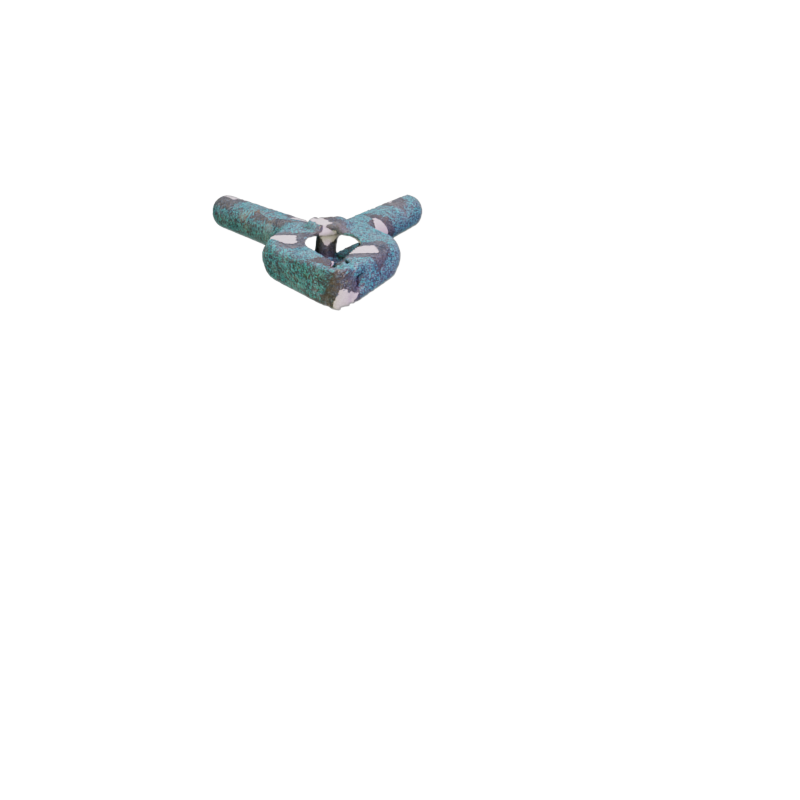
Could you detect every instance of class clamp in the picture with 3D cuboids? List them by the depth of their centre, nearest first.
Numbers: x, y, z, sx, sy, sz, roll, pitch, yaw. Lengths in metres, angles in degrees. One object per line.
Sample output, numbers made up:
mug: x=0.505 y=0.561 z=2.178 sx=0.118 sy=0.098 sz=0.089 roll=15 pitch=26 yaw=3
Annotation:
clamp: x=-0.062 y=-0.114 z=0.796 sx=0.165 sy=0.035 sz=0.220 roll=0 pitch=24 yaw=0
